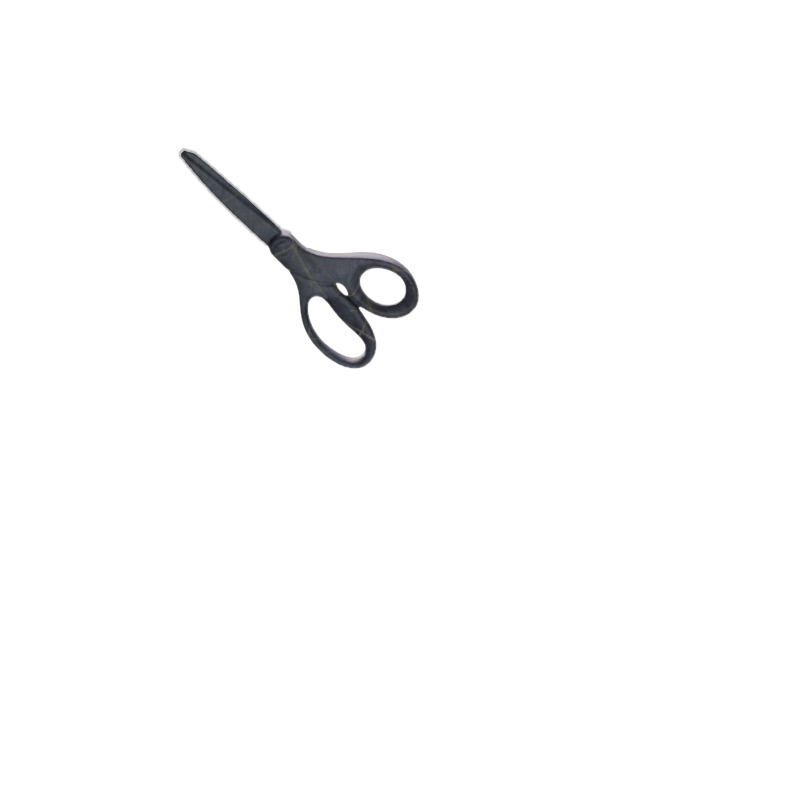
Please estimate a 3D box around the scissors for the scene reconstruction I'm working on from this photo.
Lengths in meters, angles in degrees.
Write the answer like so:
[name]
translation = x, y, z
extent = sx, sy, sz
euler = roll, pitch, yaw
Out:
[scissors]
translation = -0.061, -0.111, 0.776
extent = 0.096, 0.192, 0.016
euler = -28, 19, 10
